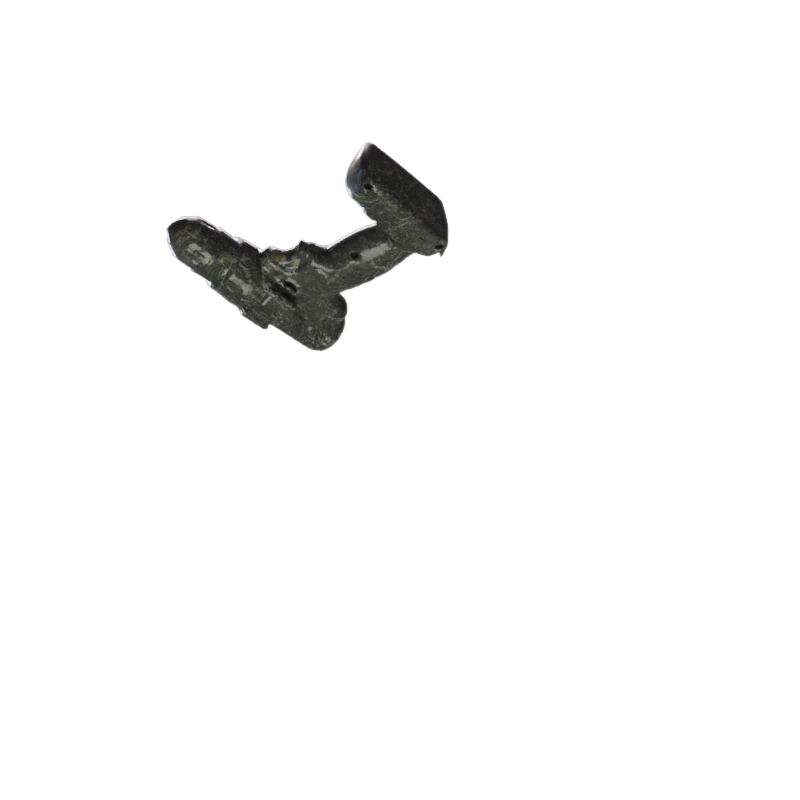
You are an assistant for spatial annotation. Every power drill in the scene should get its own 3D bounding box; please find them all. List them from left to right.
[{"bbox_3d":[-0.070,-0.128,0.900,0.187,0.062,0.173,-31,-48,32],"label":"power drill"}]
